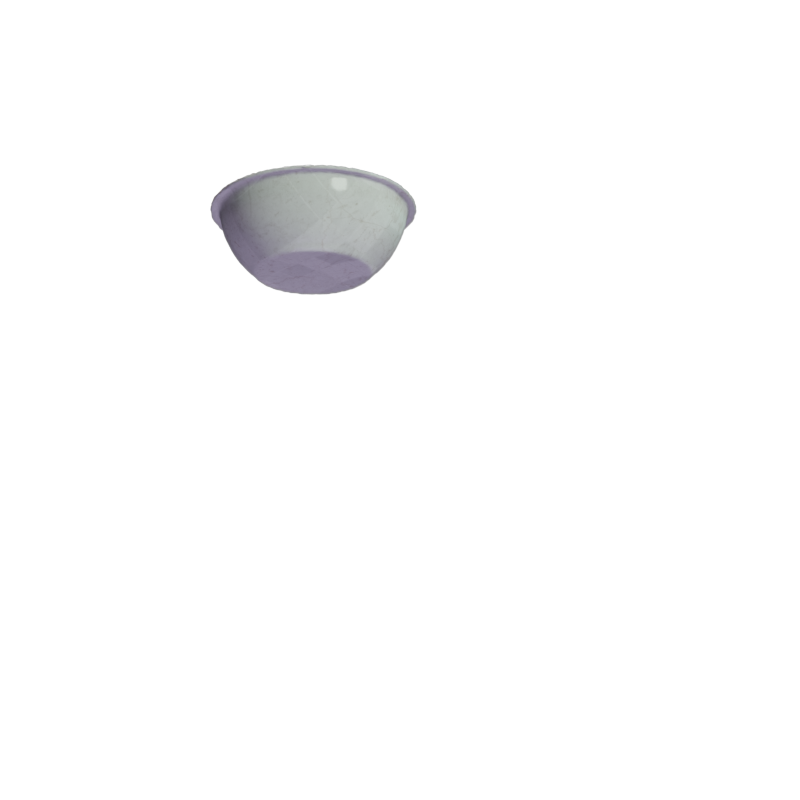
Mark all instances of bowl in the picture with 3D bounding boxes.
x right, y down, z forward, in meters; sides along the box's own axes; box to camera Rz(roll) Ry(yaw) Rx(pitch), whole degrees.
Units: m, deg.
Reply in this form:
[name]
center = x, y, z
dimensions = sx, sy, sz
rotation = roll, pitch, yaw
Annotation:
[bowl]
center = -0.068, -0.123, 0.863
dimensions = 0.162, 0.058, 0.155
rotation = 0, -18, -2
